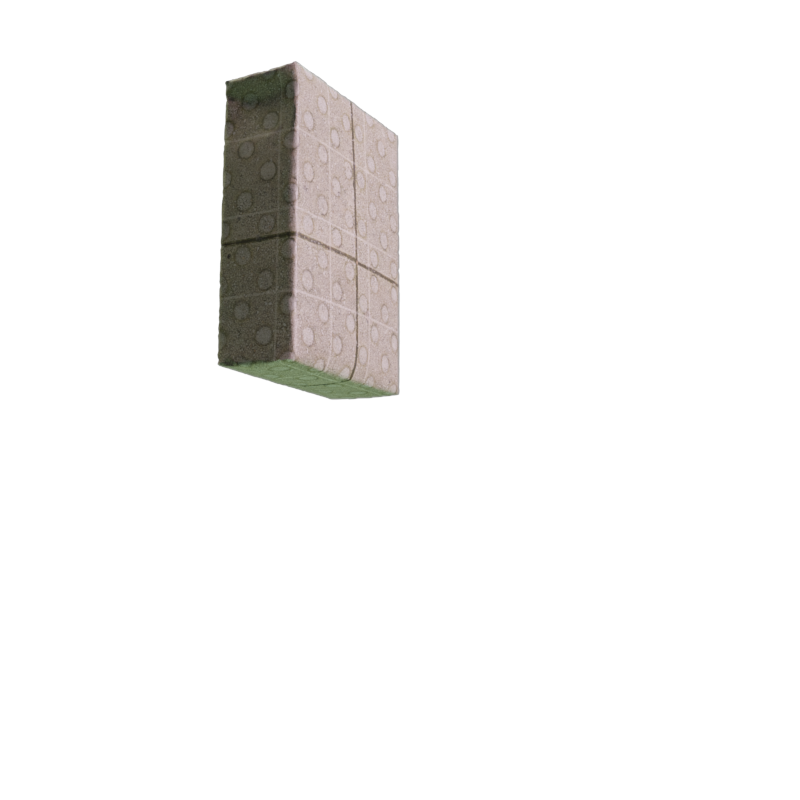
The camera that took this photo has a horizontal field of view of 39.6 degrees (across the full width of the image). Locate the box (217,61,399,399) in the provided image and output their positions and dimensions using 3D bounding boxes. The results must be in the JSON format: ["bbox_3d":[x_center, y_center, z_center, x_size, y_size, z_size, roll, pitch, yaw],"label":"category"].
[{"bbox_3d":[-0.064,-0.117,0.820,0.073,0.222,0.155,-9,-15,26],"label":"box"}]
